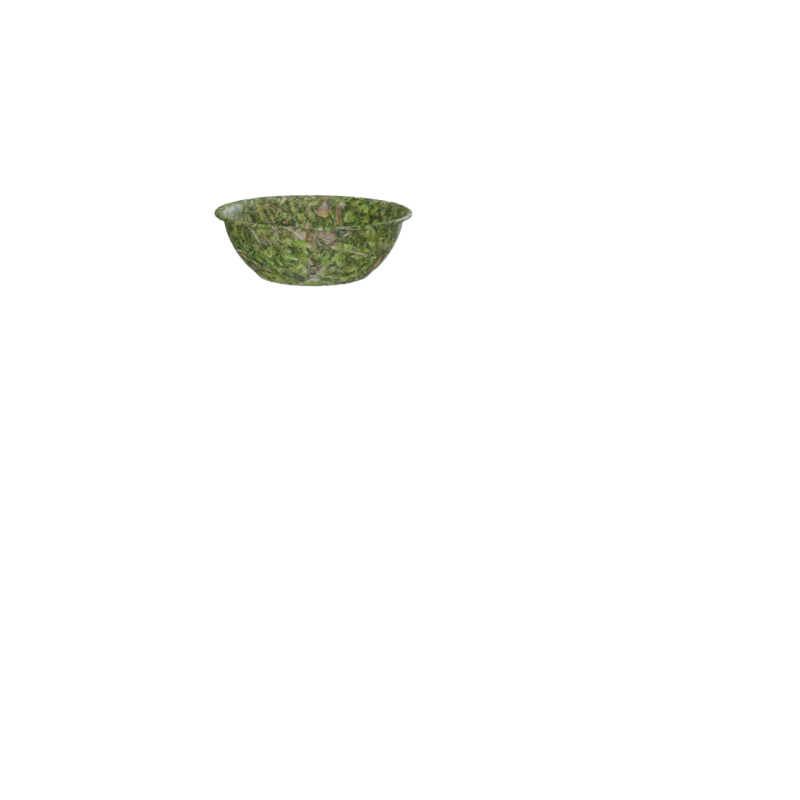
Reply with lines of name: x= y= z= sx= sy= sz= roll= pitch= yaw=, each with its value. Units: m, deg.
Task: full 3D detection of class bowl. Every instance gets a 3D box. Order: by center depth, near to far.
bowl: x=-0.071 y=-0.130 z=0.908 sx=0.162 sy=0.053 sz=0.168 roll=-1 pitch=18 yaw=-2
